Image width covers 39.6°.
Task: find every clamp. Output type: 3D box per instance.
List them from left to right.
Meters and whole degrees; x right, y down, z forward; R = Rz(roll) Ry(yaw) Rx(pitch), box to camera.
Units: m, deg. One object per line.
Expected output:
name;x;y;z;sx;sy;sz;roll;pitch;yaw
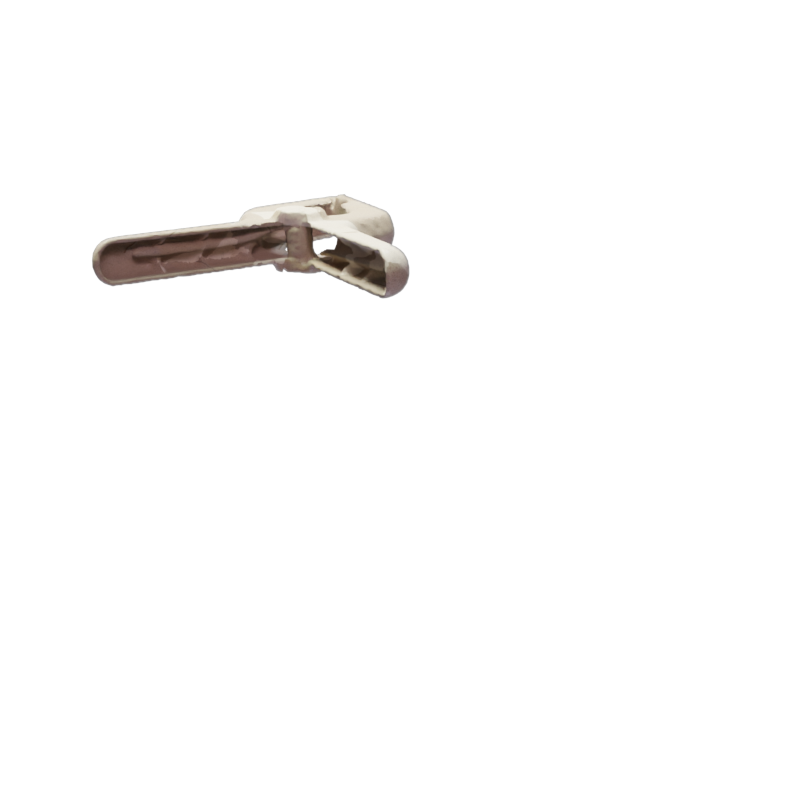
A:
clamp;-0.049;-0.089;0.626;0.170;0.035;0.210;6;18;20
